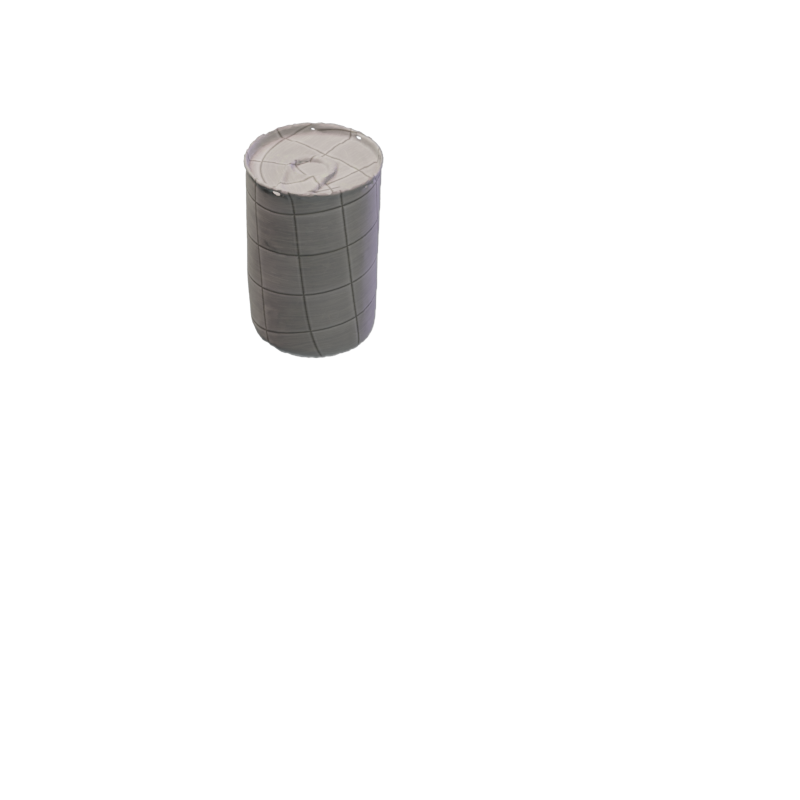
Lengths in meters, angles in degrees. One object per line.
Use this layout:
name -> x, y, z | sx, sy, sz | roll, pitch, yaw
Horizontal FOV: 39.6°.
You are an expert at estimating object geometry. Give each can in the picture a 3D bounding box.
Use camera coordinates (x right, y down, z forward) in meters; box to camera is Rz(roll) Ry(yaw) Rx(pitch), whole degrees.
can -> -0.044, -0.081, 0.566 | 0.068, 0.095, 0.073 | 0, 39, -3
